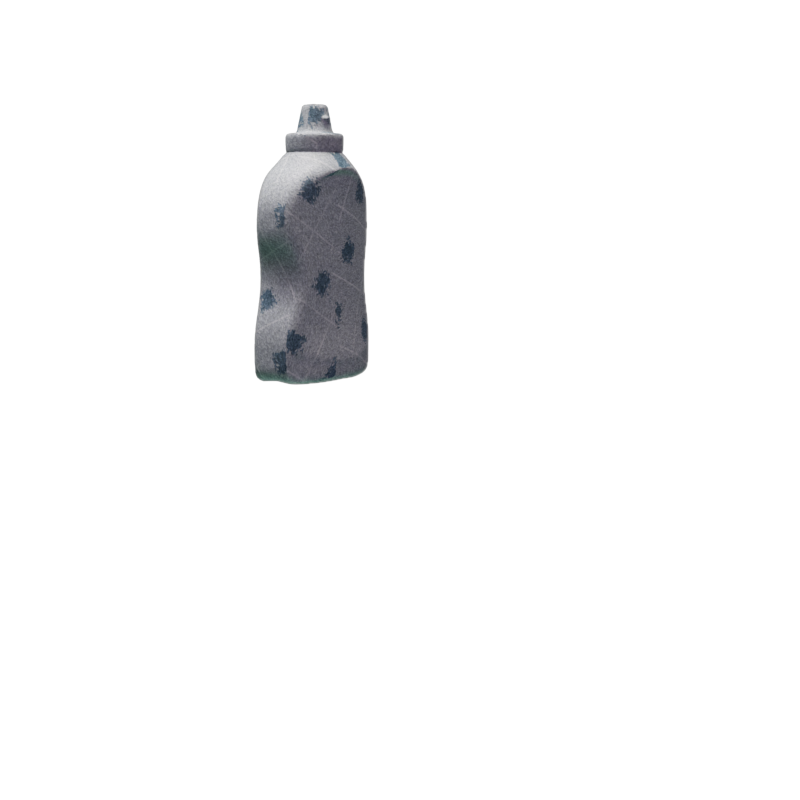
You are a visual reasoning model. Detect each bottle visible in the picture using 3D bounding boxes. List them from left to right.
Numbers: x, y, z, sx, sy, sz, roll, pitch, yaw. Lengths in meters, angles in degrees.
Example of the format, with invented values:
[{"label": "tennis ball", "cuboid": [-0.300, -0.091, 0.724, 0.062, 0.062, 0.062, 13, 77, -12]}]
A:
[{"label": "bottle", "cuboid": [-0.061, -0.111, 0.780, 0.061, 0.191, 0.093, 1, 3, 37]}]
